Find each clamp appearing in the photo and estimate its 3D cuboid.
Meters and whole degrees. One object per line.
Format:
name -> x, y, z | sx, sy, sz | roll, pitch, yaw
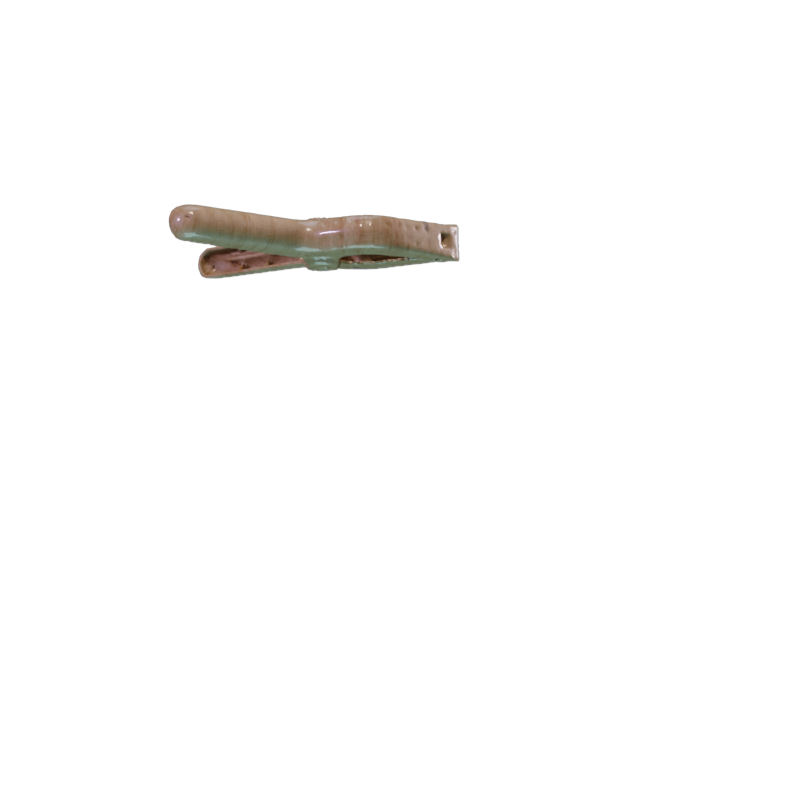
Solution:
clamp -> -0.063, -0.115, 0.808 | 0.212, 0.037, 0.160 | 0, -4, 7
